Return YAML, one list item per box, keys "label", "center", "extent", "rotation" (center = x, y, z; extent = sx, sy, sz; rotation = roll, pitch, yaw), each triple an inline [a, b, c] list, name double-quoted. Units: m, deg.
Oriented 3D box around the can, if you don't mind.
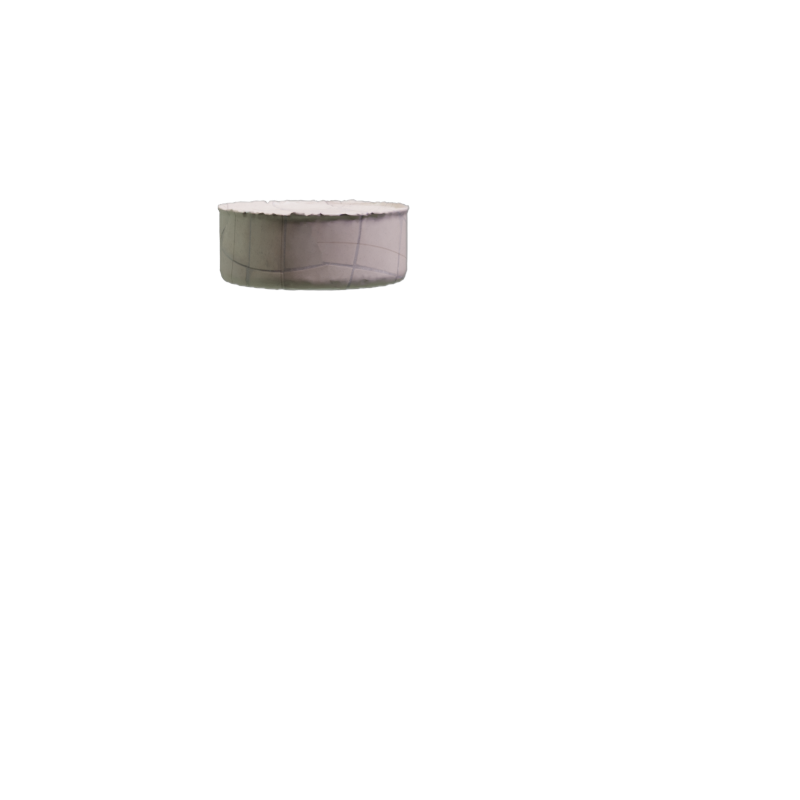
- label: "can"
  center: [-0.039, -0.071, 0.498]
  extent: [0.086, 0.033, 0.088]
  rotation: [0, 13, -2]
